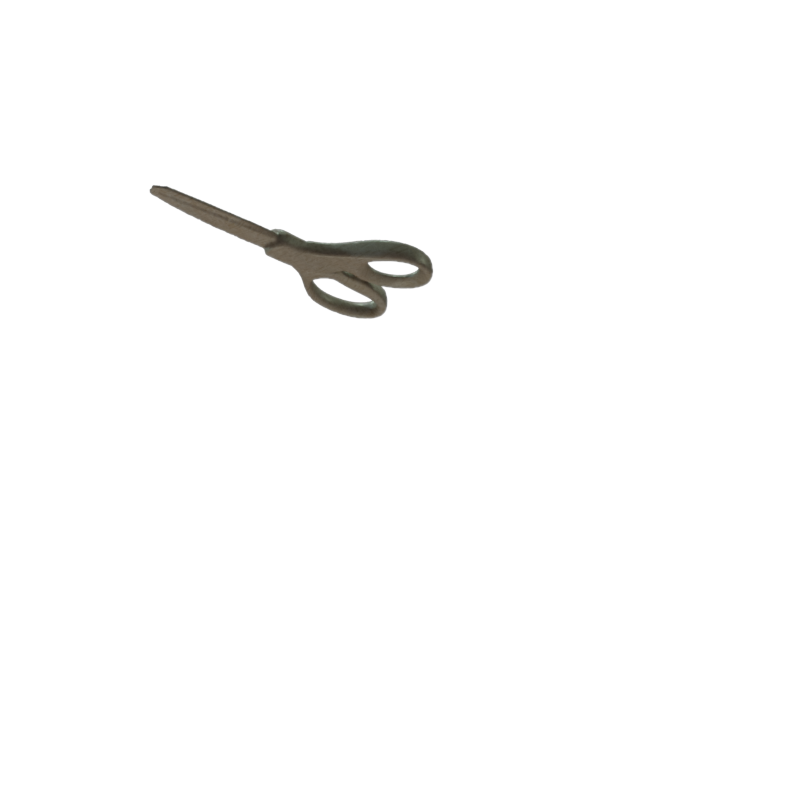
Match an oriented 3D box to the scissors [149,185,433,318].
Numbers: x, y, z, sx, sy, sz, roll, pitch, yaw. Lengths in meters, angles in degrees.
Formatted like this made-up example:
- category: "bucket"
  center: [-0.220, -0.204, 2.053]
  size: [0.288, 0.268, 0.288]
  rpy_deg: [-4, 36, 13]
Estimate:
- category: "scissors"
  center: [-0.054, -0.098, 0.687]
  size: [0.097, 0.017, 0.187]
  rpy_deg: [-14, -28, 28]
